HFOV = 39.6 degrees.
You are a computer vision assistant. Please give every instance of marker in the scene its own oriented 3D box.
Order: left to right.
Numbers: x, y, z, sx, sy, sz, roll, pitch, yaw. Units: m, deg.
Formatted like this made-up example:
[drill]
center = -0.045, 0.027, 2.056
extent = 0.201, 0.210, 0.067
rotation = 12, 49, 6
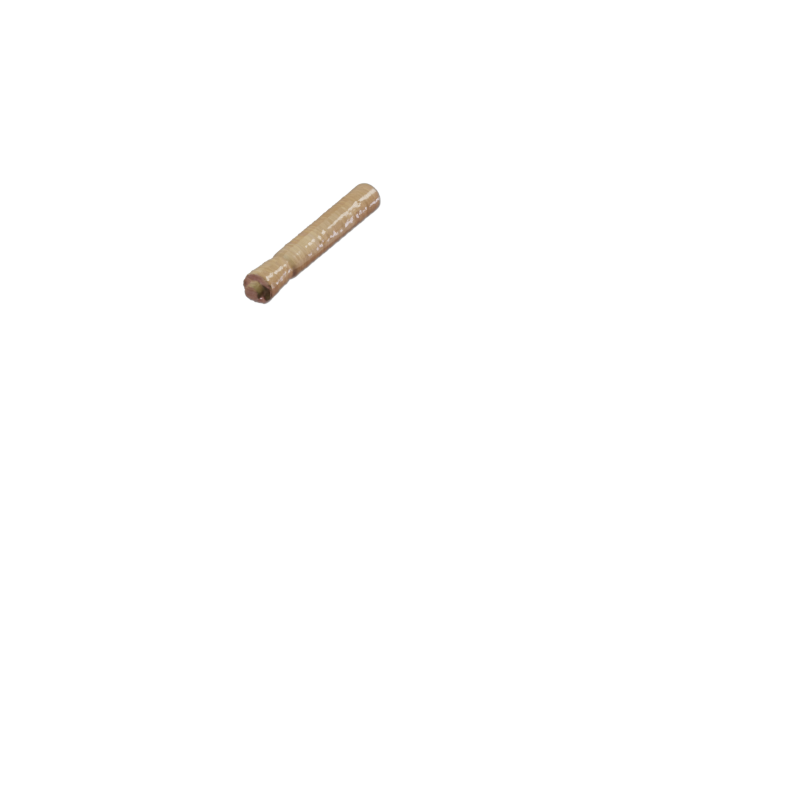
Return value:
[marker]
center = -0.049, -0.089, 0.625
extent = 0.020, 0.019, 0.123
rotation = 2, 34, 34
